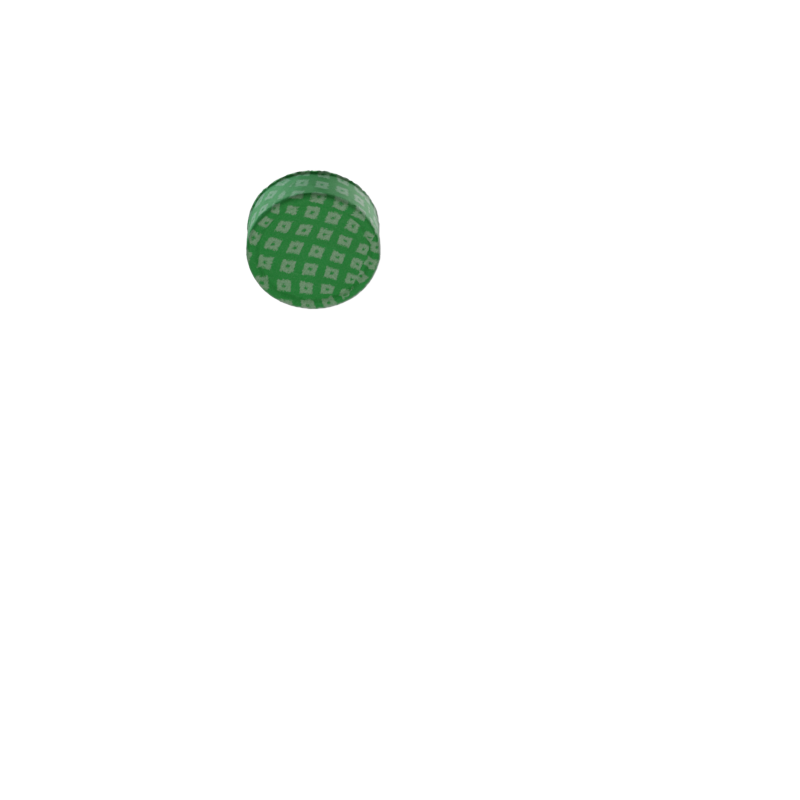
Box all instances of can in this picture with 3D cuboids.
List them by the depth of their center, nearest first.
[{"bbox_3d":[-0.055,-0.100,0.703,0.086,0.080,0.036,1,34,-1],"label":"can"}]
